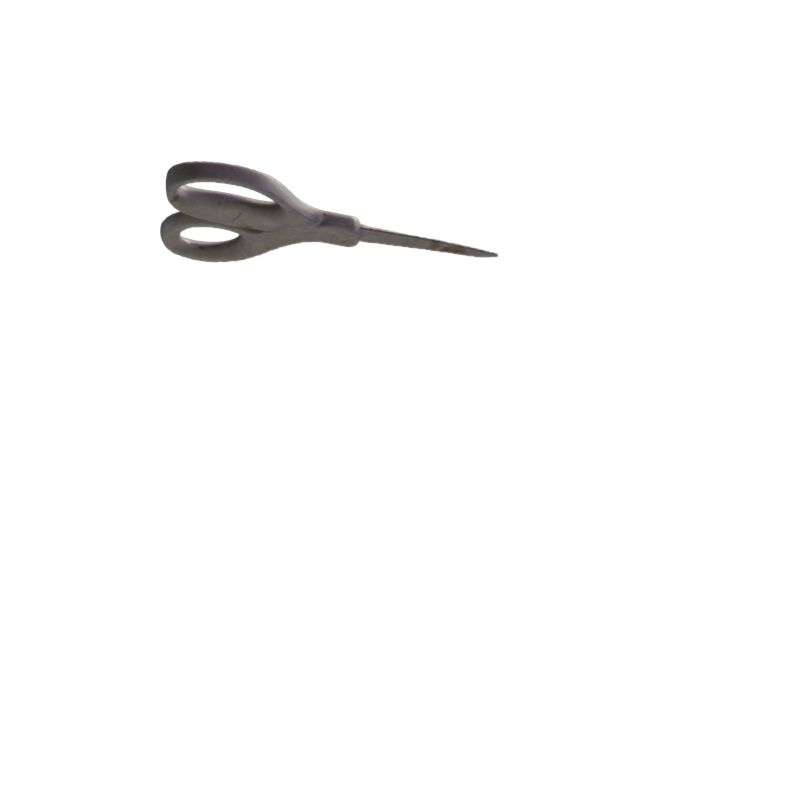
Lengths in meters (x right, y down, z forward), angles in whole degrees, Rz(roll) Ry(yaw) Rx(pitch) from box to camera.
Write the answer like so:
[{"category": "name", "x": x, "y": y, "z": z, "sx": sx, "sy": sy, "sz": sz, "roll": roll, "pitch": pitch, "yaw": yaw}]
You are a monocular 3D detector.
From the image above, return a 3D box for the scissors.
[{"category": "scissors", "x": -0.050, "y": -0.092, "z": 0.642, "sx": 0.192, "sy": 0.017, "sz": 0.095, "roll": 15, "pitch": -28, "yaw": -31}]
